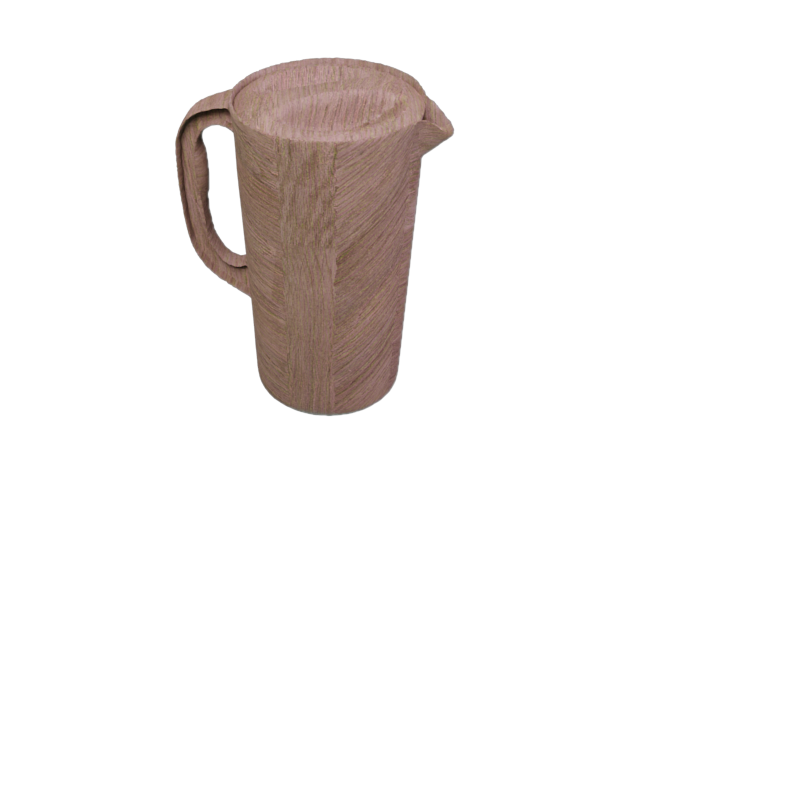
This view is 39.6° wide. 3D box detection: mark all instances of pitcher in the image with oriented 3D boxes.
[{"bbox_3d":[-0.062,-0.113,0.793,0.144,0.228,0.160,-24,43,-32],"label":"pitcher"}]
